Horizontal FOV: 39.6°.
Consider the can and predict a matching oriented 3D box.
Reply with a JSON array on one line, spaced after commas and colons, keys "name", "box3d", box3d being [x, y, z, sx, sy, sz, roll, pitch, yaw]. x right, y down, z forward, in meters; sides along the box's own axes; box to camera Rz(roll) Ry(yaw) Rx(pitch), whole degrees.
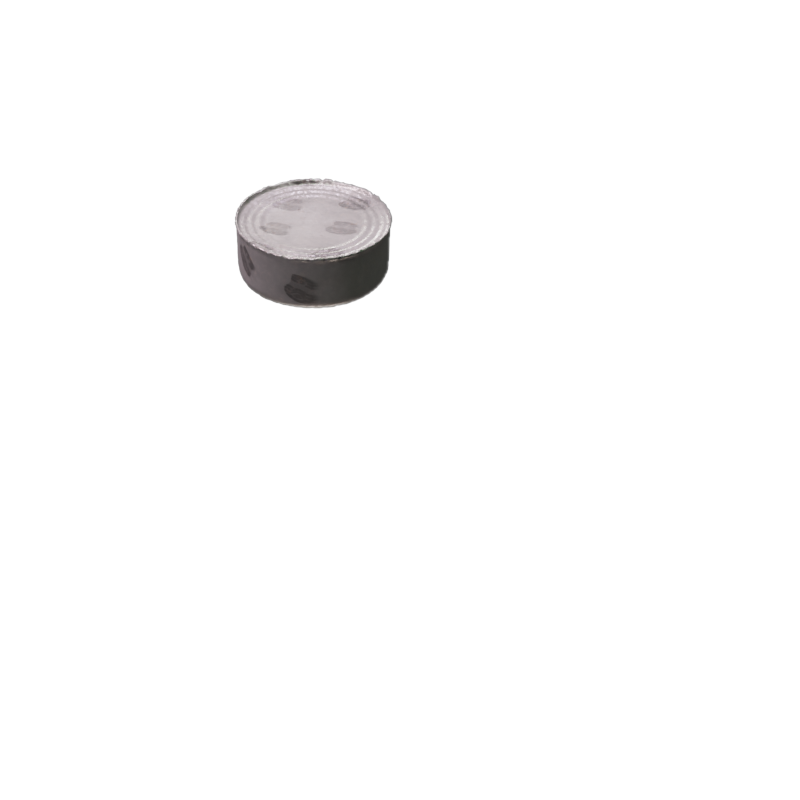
[{"name": "can", "box3d": [-0.048, -0.087, 0.613, 0.086, 0.031, 0.092, -1, 37, -2]}]
